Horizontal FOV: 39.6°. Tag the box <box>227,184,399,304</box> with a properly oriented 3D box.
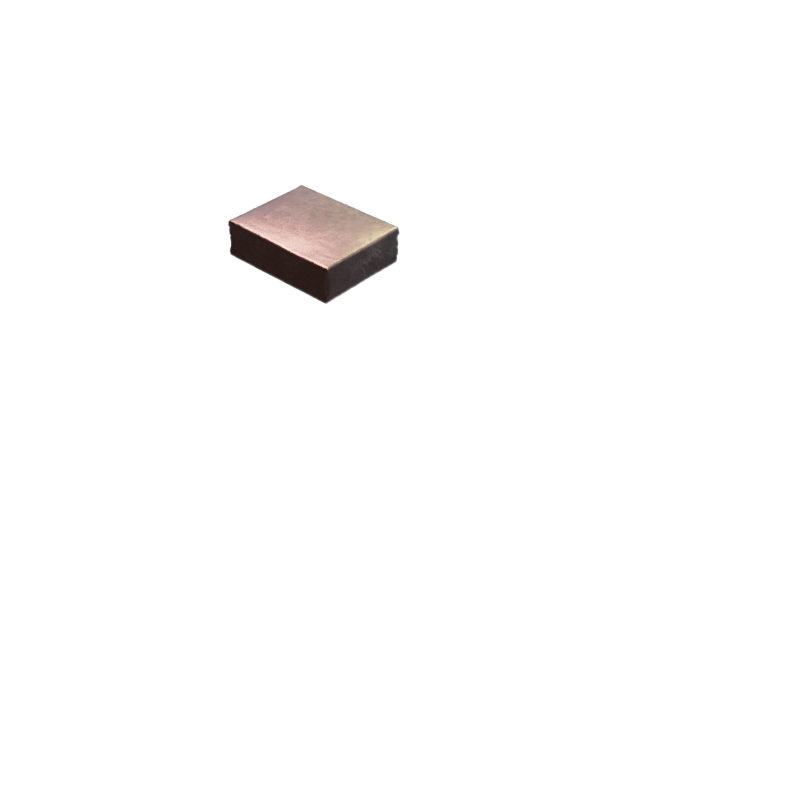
[{"bbox_3d":[-0.071,-0.130,0.913,0.121,0.036,0.090,26,41,33],"label":"box"}]
